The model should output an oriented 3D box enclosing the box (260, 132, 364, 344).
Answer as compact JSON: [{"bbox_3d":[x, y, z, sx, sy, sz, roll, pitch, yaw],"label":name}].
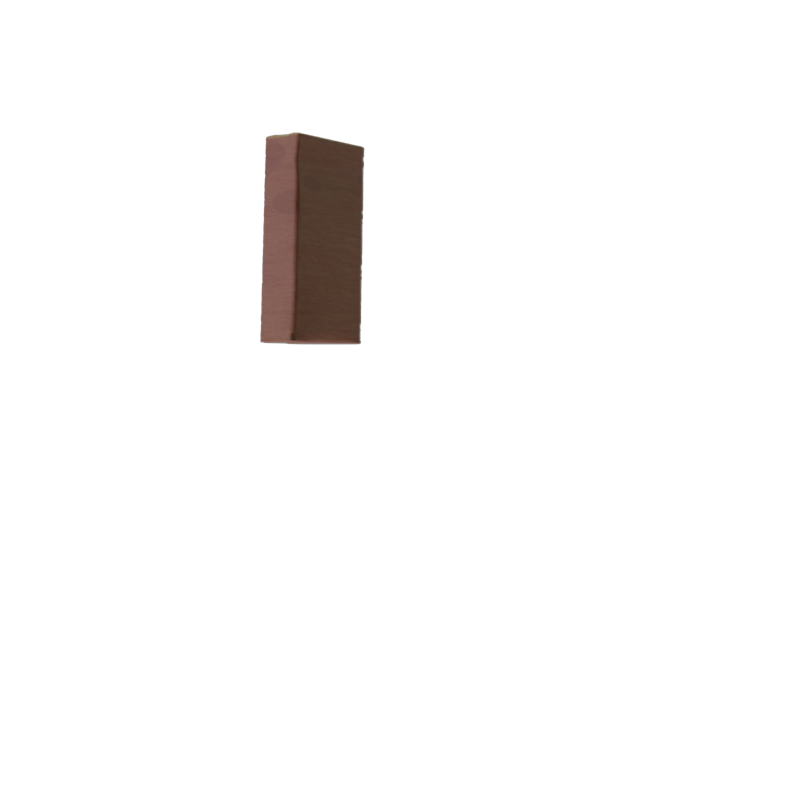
[{"bbox_3d":[-0.075,-0.137,0.957,0.050,0.179,0.089,-5,-6,38],"label":"box"}]
